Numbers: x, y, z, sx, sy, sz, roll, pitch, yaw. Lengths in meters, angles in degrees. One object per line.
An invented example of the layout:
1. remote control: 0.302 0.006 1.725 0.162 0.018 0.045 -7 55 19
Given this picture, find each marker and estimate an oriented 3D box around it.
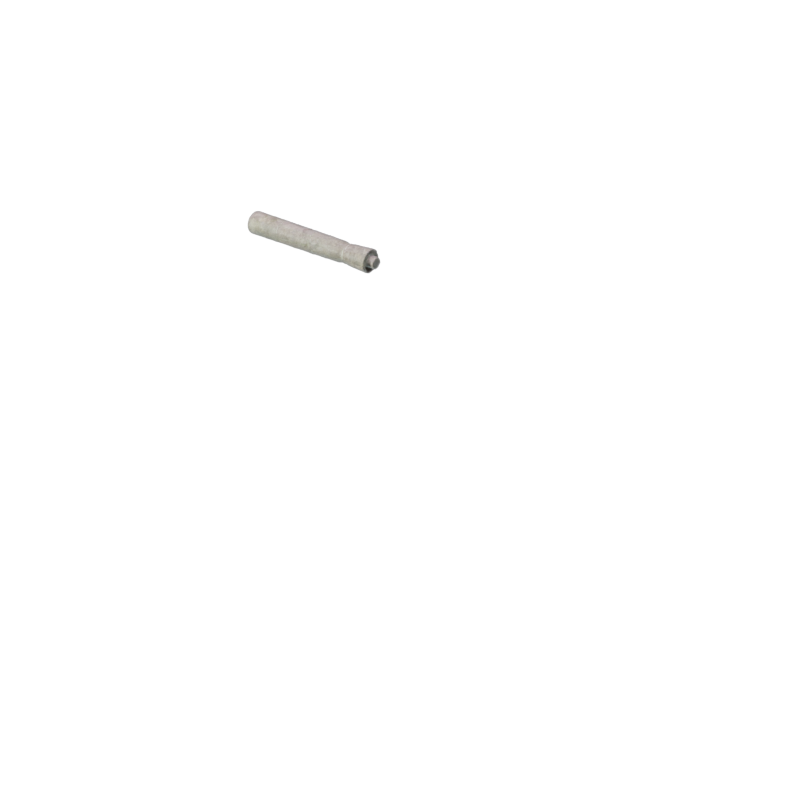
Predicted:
1. marker: -0.066 -0.121 0.845 0.128 0.019 0.019 23 16 34
